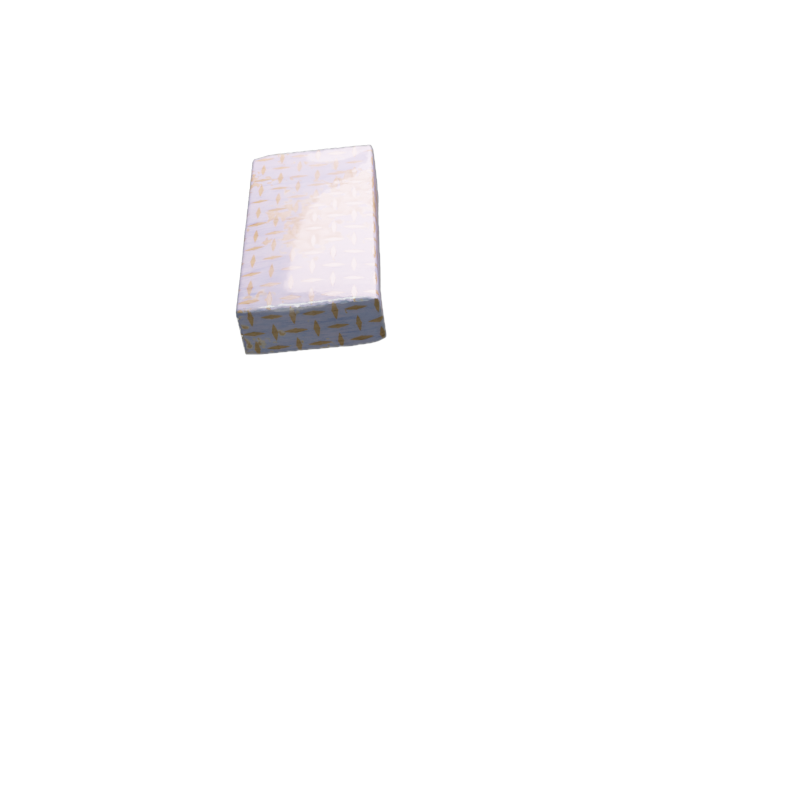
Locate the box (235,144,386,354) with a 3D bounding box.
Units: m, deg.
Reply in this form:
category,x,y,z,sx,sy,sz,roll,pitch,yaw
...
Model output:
category,x,y,z,sx,sy,sz,roll,pitch,yaw
box,-0.060,-0.110,0.767,0.094,0.044,0.189,-7,45,3
